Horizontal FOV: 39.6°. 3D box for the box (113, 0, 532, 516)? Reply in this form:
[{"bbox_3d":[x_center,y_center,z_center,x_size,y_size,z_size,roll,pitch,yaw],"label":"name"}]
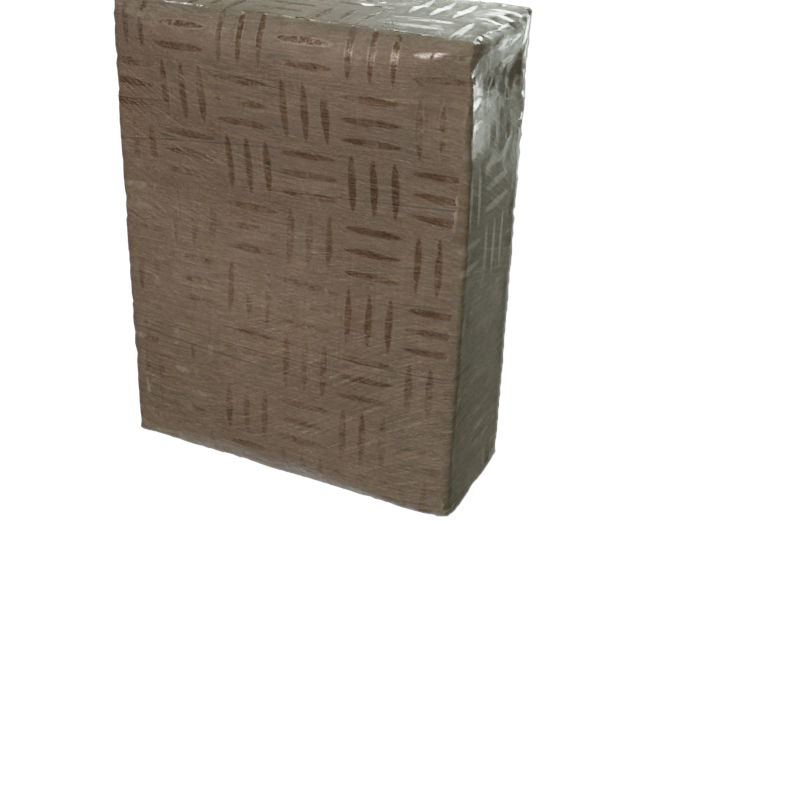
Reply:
[{"bbox_3d":[-0.038,-0.070,0.489,0.171,0.202,0.073,15,29,23],"label":"box"}]
